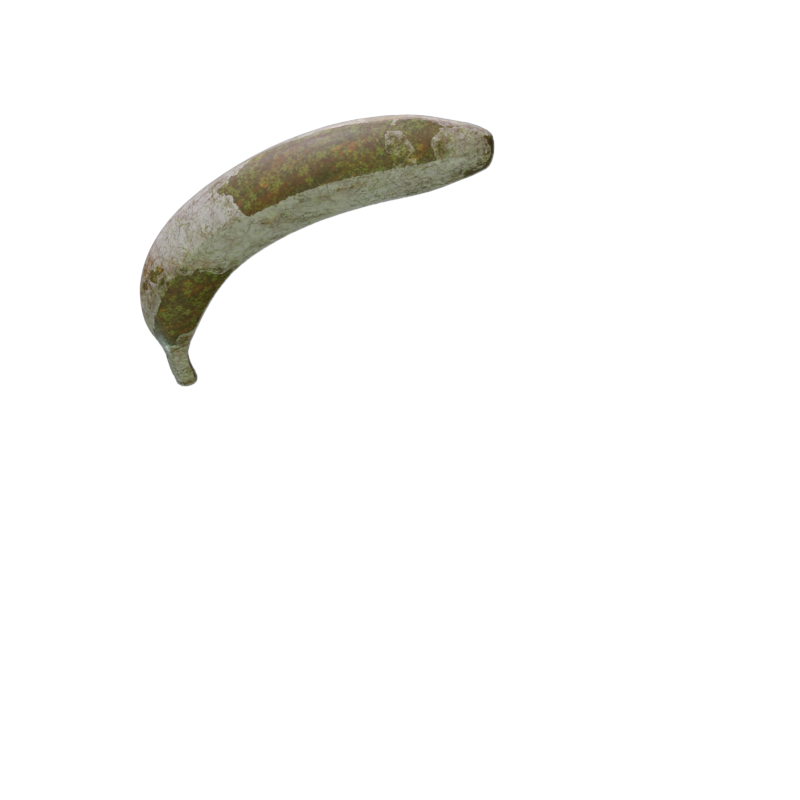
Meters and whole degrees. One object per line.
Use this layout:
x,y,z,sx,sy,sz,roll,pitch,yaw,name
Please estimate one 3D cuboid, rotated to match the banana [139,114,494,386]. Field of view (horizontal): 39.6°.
-0.054,-0.077,0.488,0.196,0.039,0.065,-32,-52,28,banana
